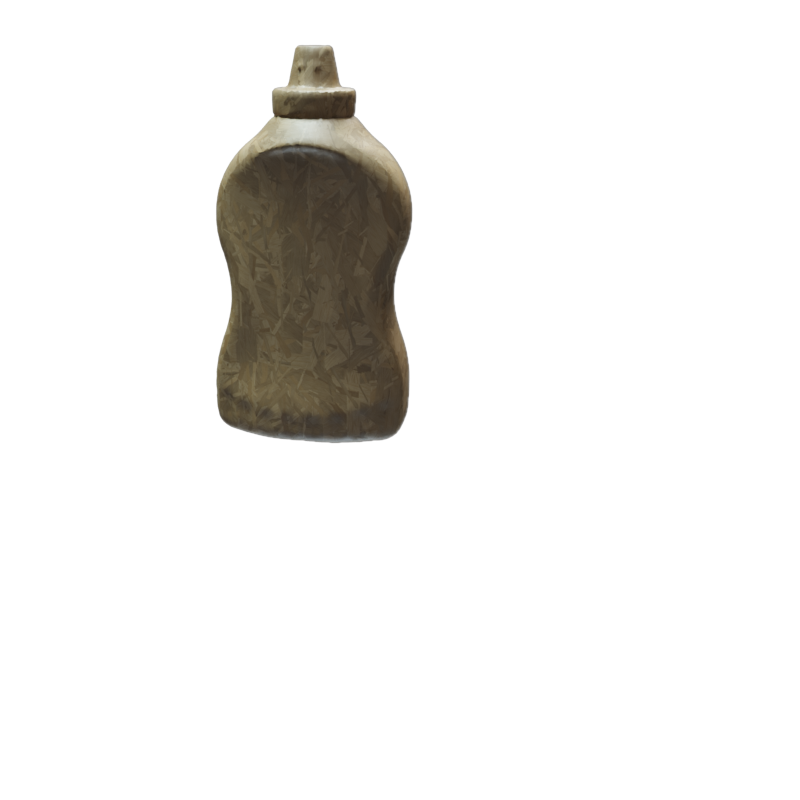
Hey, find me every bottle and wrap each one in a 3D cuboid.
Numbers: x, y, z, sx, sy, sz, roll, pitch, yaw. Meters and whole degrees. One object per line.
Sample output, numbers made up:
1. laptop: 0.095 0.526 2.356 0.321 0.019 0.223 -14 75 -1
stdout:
1. bottle: -0.043 -0.079 0.550 0.098 0.186 0.059 4 13 13
